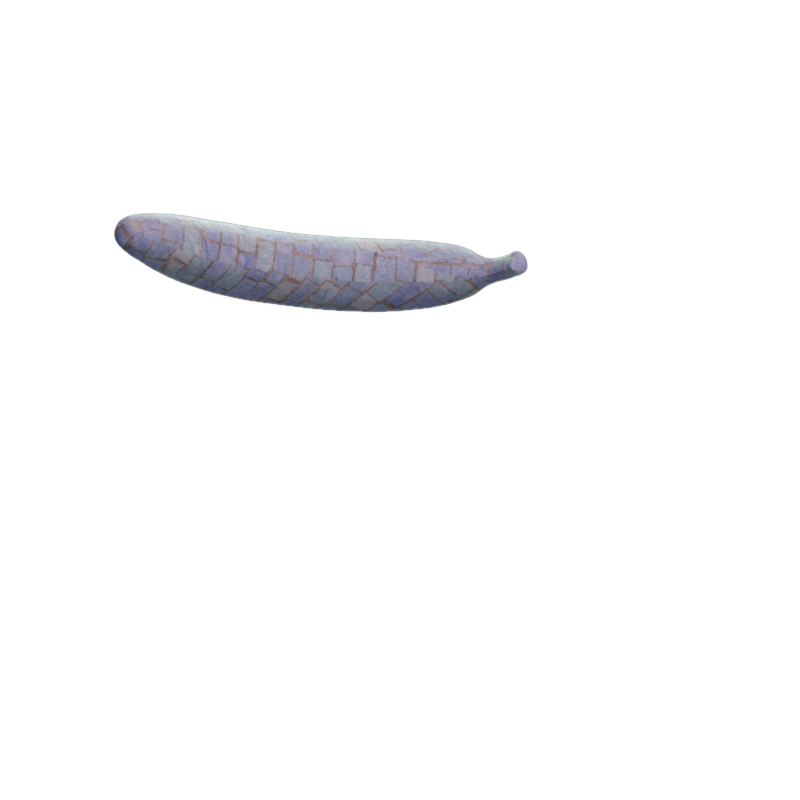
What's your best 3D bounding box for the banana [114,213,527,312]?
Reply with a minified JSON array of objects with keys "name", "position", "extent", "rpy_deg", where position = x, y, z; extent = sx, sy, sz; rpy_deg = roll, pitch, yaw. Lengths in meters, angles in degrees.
[{"name":"banana","position":[-0.042,-0.071,0.556],"extent":[0.196,0.039,0.066],"rpy_deg":[2,-23,-6]}]
